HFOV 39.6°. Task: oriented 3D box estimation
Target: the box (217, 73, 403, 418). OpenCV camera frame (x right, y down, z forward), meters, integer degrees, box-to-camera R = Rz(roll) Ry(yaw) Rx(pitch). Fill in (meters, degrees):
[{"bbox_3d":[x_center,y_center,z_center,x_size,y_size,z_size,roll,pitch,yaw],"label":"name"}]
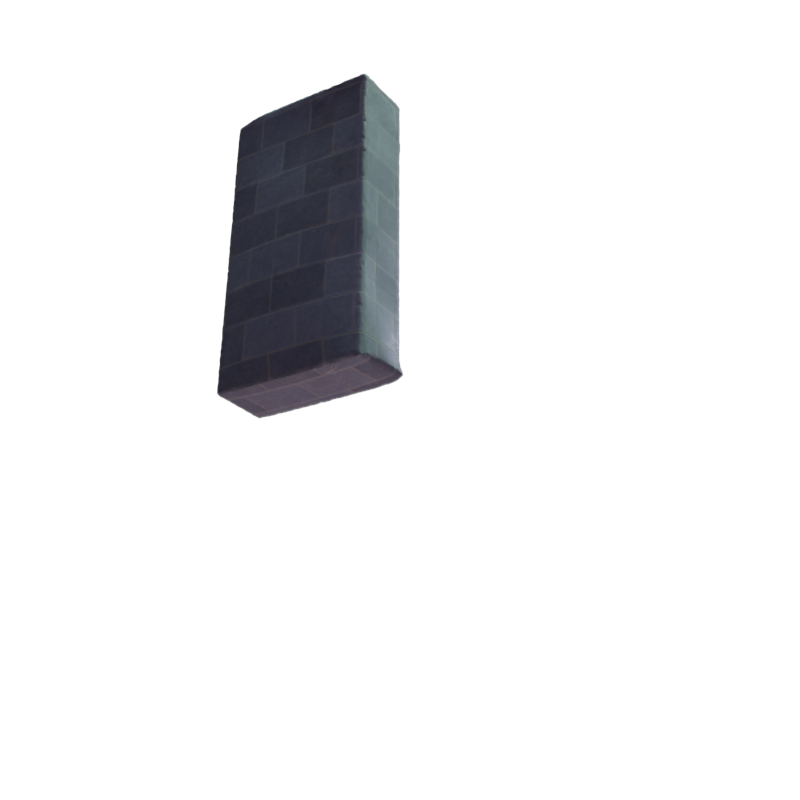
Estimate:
[{"bbox_3d":[-0.048,-0.087,0.607,0.094,0.187,0.045,-18,-32,28],"label":"box"}]
